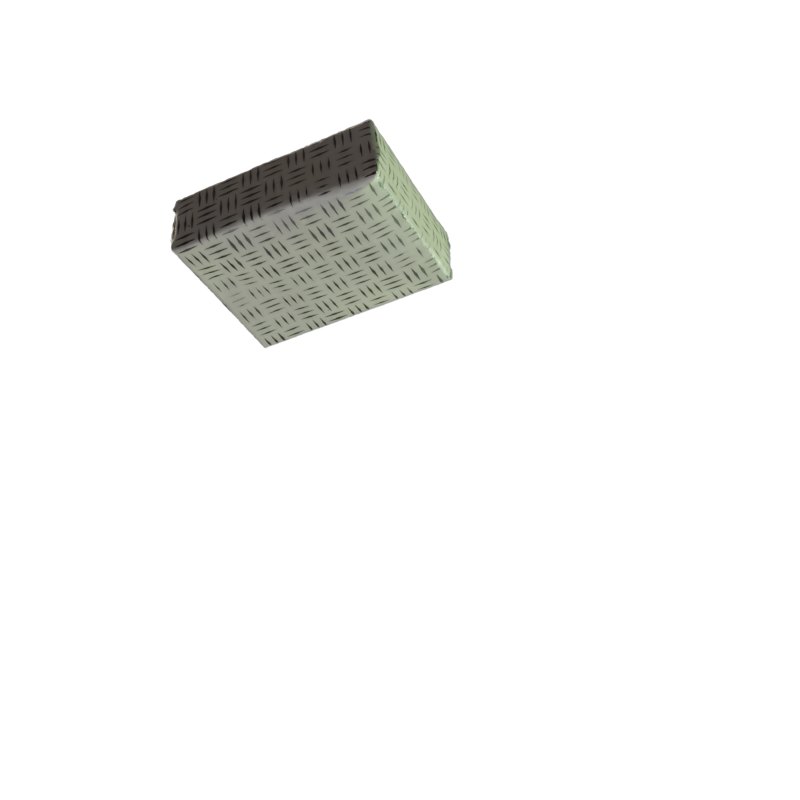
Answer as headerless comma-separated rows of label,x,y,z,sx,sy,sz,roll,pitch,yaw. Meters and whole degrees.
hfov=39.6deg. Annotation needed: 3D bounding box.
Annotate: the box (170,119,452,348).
box,-0.043,-0.078,0.549,0.114,0.042,0.083,-17,-40,21
